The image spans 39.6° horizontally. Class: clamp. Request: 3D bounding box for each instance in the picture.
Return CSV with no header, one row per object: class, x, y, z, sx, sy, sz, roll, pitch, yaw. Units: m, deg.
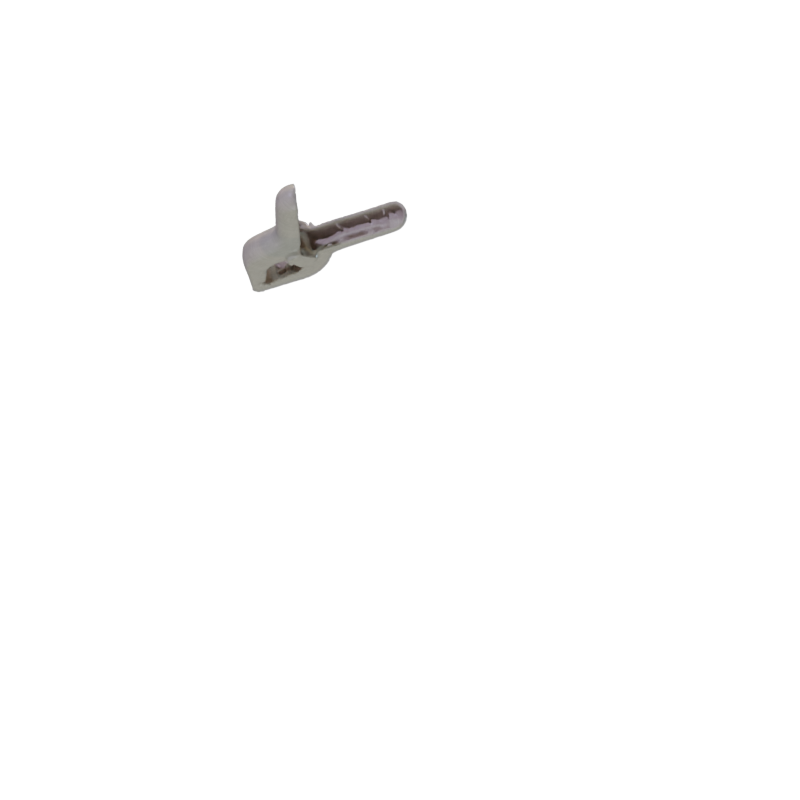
clamp,-0.075,-0.137,0.960,0.116,0.041,0.169,8,-19,-24
